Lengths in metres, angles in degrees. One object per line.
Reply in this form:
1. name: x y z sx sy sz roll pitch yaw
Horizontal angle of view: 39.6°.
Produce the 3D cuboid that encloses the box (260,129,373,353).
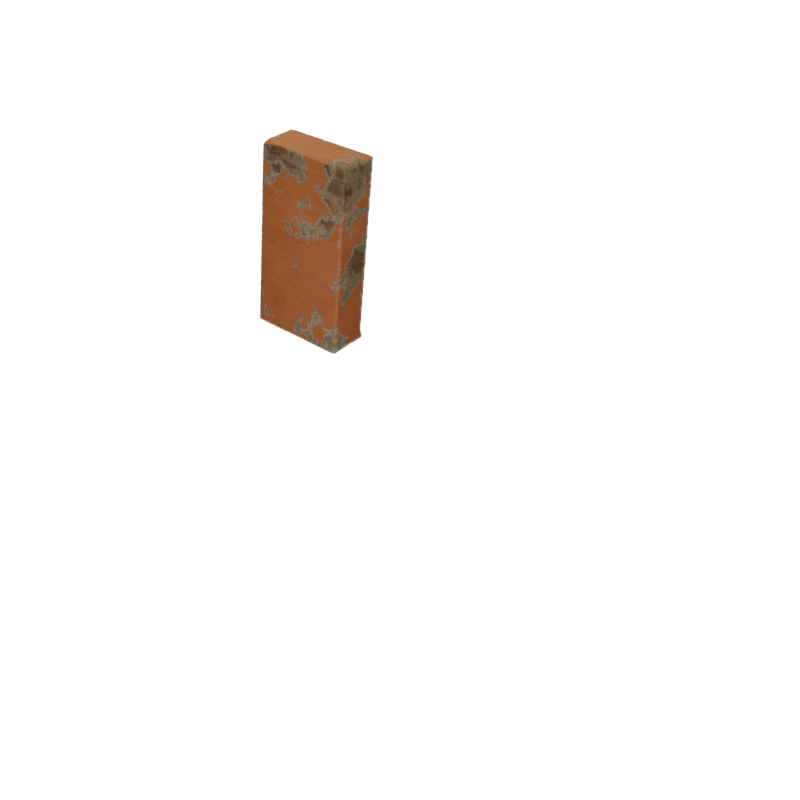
1. box: -0.076 -0.137 0.963 0.099 0.166 0.048 24 36 32
